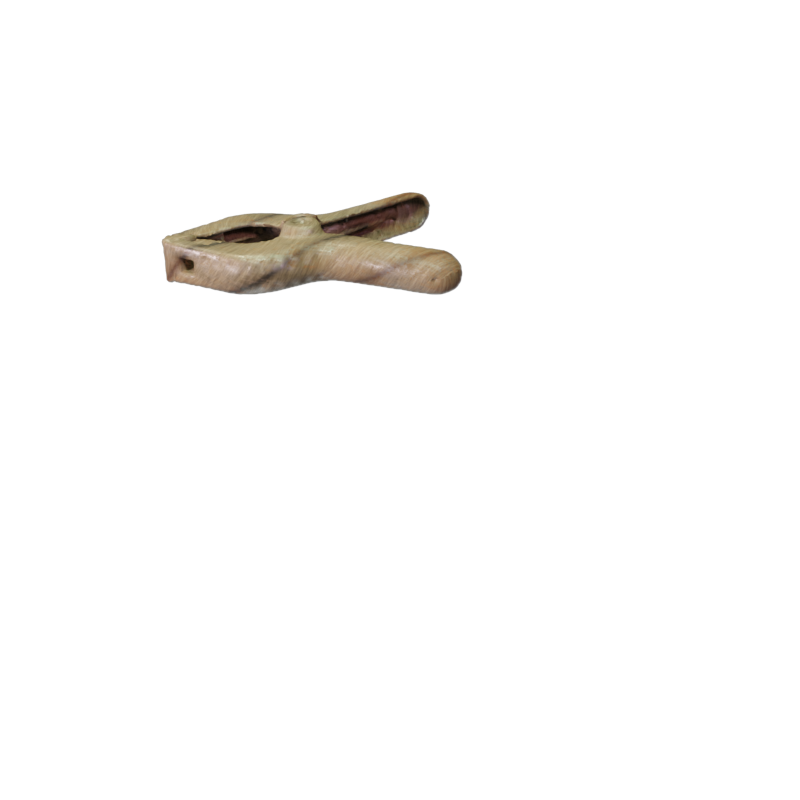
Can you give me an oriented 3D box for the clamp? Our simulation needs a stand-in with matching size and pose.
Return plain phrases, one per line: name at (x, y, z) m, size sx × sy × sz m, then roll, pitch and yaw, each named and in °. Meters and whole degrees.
clamp at (-0.052, -0.094, 0.660) m, size 0.172 × 0.037 × 0.125 m, roll 1°, pitch 23°, yaw 3°
